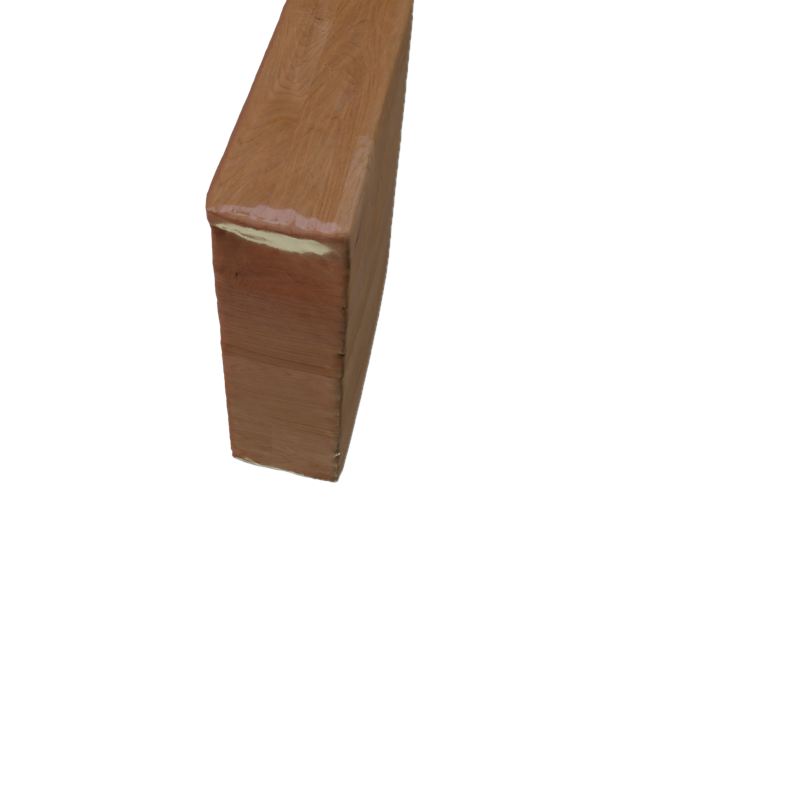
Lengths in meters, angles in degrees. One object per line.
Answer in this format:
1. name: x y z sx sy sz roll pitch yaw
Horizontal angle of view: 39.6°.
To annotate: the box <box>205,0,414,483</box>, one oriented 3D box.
1. box: -0.046 -0.084 0.585 0.072 0.174 0.200 10 -36 3
